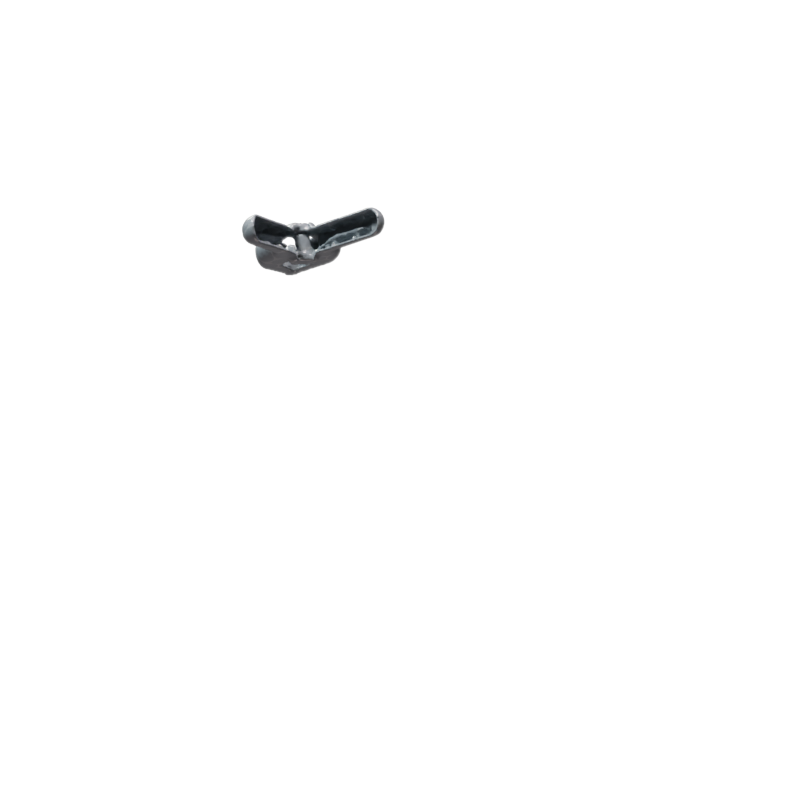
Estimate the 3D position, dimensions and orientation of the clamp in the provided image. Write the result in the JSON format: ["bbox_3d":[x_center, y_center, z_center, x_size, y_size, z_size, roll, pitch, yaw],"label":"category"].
[{"bbox_3d":[-0.078,-0.143,1.000,0.120,0.040,0.170,0,-2,-3],"label":"clamp"}]
